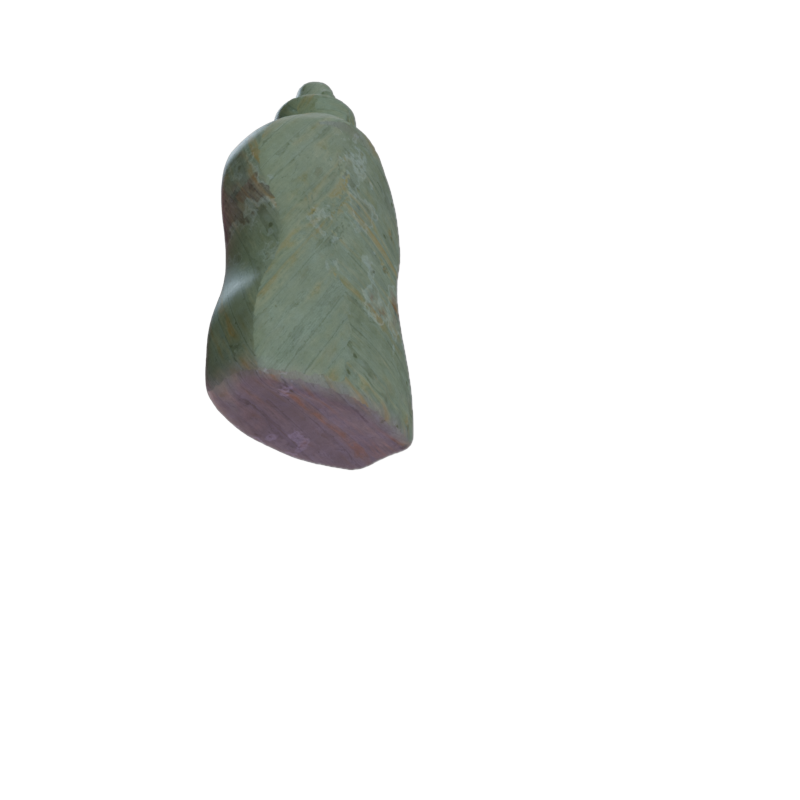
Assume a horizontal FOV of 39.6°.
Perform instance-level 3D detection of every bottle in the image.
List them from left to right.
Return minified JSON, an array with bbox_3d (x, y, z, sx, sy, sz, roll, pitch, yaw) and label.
[{"bbox_3d":[-0.039,-0.072,0.504,0.090,0.205,0.058,29,-46,-36],"label":"bottle"}]
